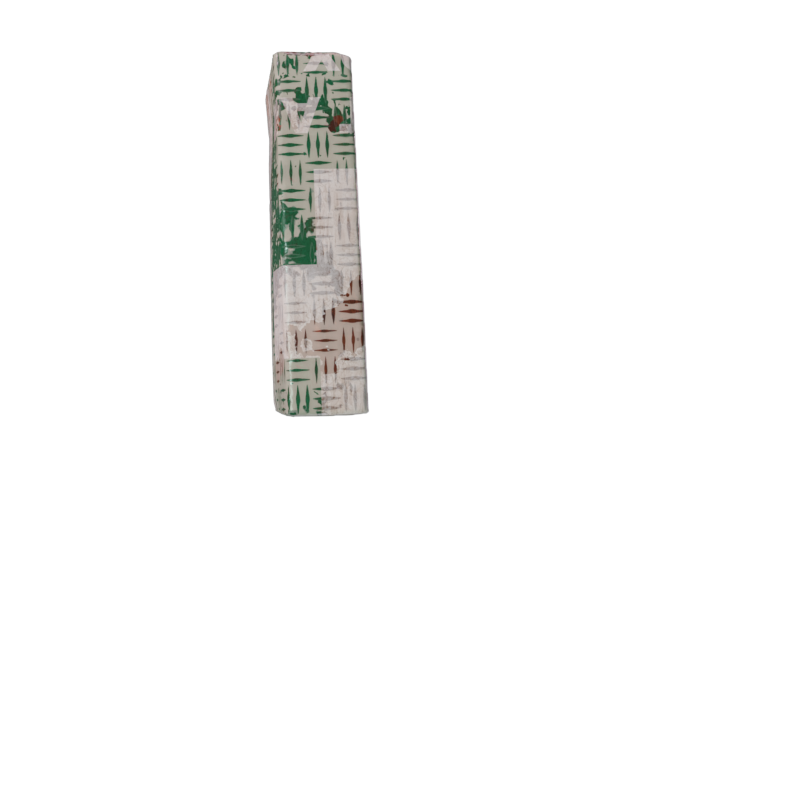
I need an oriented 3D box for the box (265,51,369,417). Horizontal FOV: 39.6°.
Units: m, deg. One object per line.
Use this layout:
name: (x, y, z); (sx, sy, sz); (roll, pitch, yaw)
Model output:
box: (-0.044, -0.081, 0.570); (0.048, 0.179, 0.093); (1, -6, -8)
